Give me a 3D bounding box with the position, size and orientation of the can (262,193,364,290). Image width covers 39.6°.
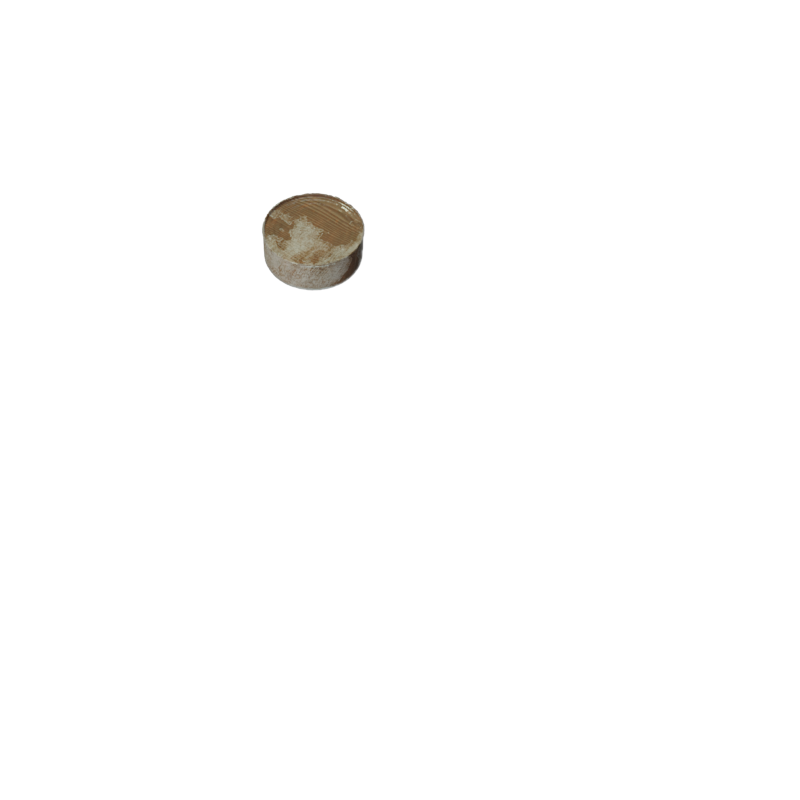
[{"bbox_3d":[-0.073,-0.134,0.937,0.086,0.092,0.031,-1,-41,-1],"label":"can"}]
